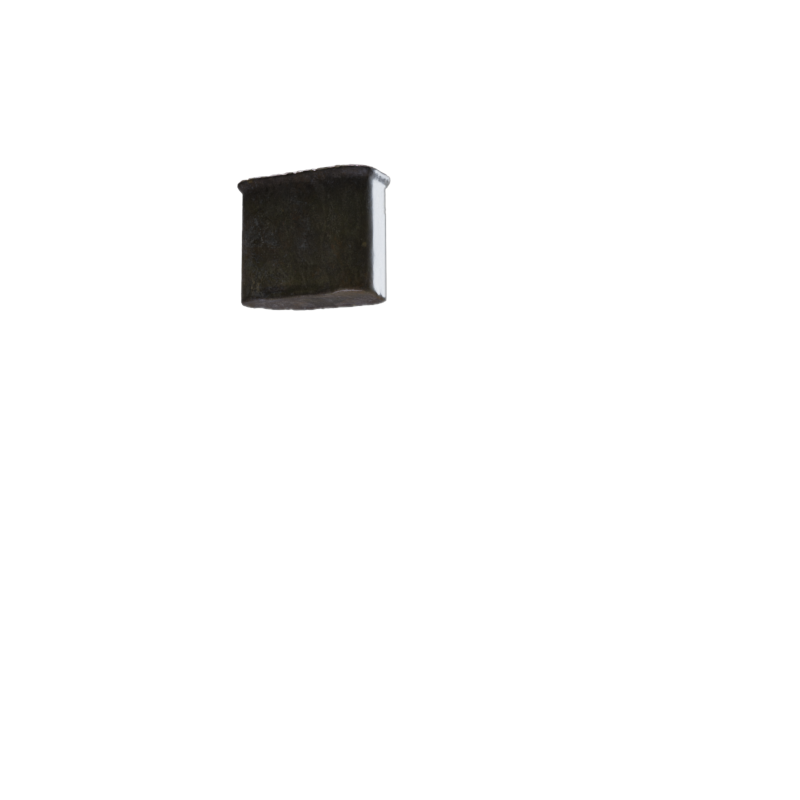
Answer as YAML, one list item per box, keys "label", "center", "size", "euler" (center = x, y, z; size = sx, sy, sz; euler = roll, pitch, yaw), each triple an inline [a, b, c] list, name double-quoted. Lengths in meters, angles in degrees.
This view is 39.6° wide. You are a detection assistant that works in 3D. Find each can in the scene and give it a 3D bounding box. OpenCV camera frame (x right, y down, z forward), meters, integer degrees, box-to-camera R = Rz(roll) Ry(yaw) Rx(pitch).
- label: "can"
  center: [-0.058, -0.105, 0.739]
  size: [0.104, 0.086, 0.055]
  euler: [-4, -10, 25]
